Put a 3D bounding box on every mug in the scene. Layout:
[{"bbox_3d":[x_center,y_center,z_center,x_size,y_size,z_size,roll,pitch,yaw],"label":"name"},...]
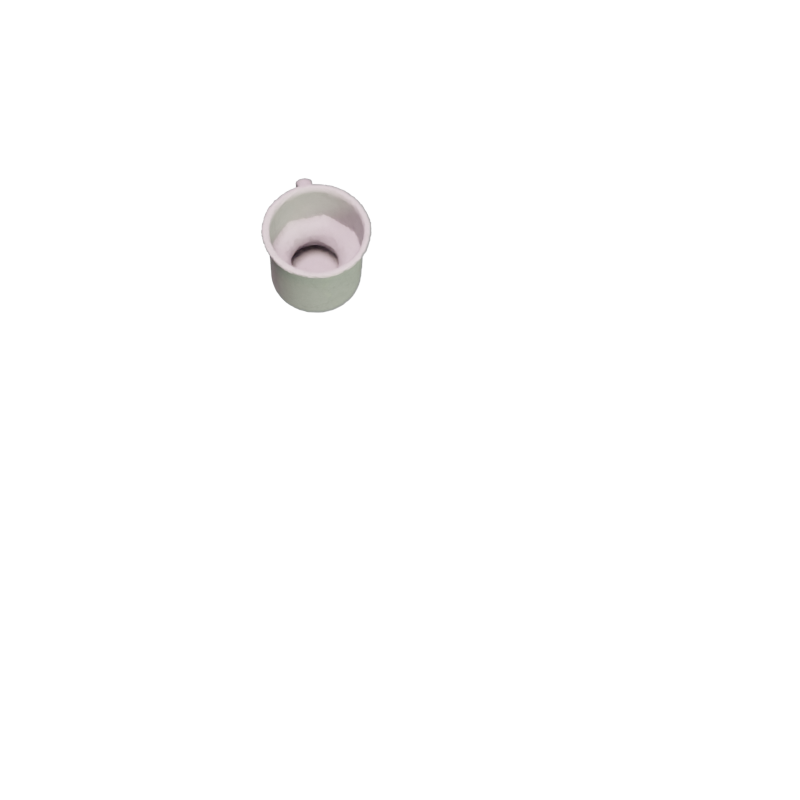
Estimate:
[{"bbox_3d":[-0.076,-0.139,0.976,0.093,0.125,0.077,-12,-27,-8],"label":"mug"}]
